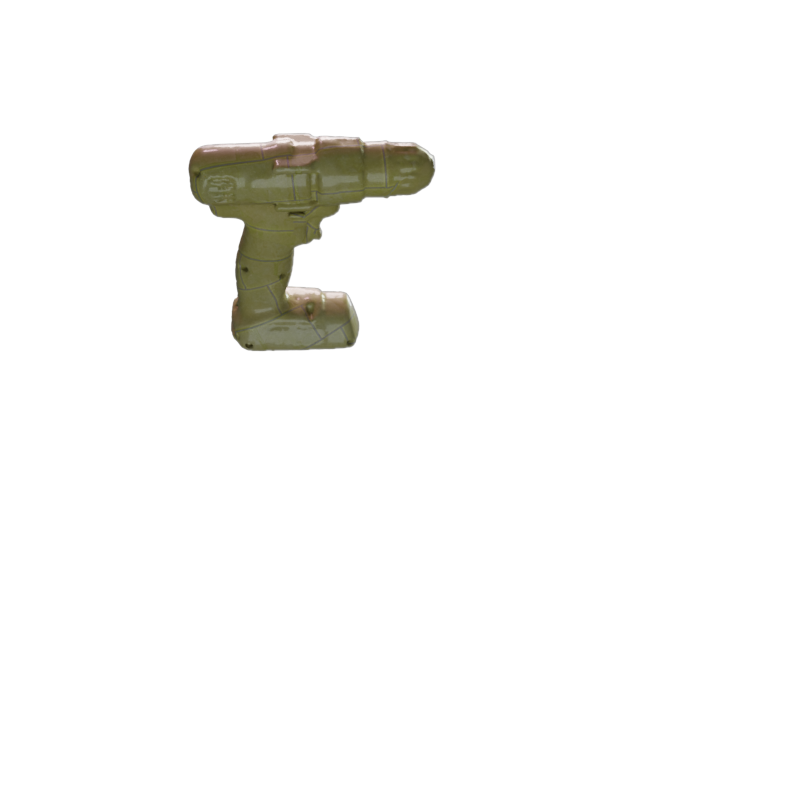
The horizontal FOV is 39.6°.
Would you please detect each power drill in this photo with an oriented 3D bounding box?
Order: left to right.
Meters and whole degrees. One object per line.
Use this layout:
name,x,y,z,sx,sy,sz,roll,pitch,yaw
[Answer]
power drill,-0.068,-0.125,0.873,0.184,0.175,0.061,0,40,-1
